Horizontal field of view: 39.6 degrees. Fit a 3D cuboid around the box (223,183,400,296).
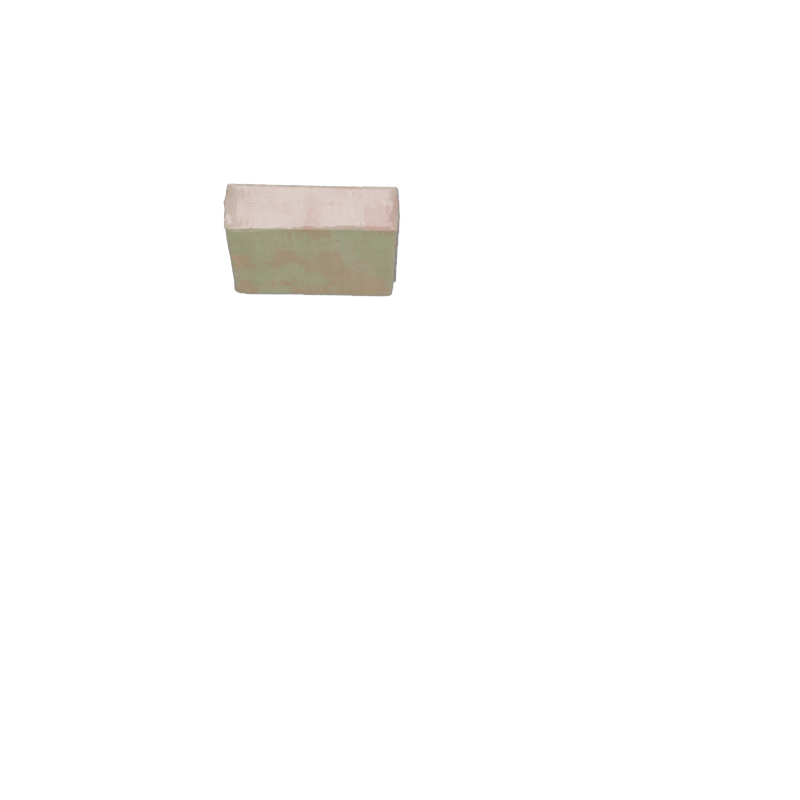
[{"bbox_3d":[-0.058,-0.105,0.739,0.113,0.041,0.085,0,-26,-1],"label":"box"}]
